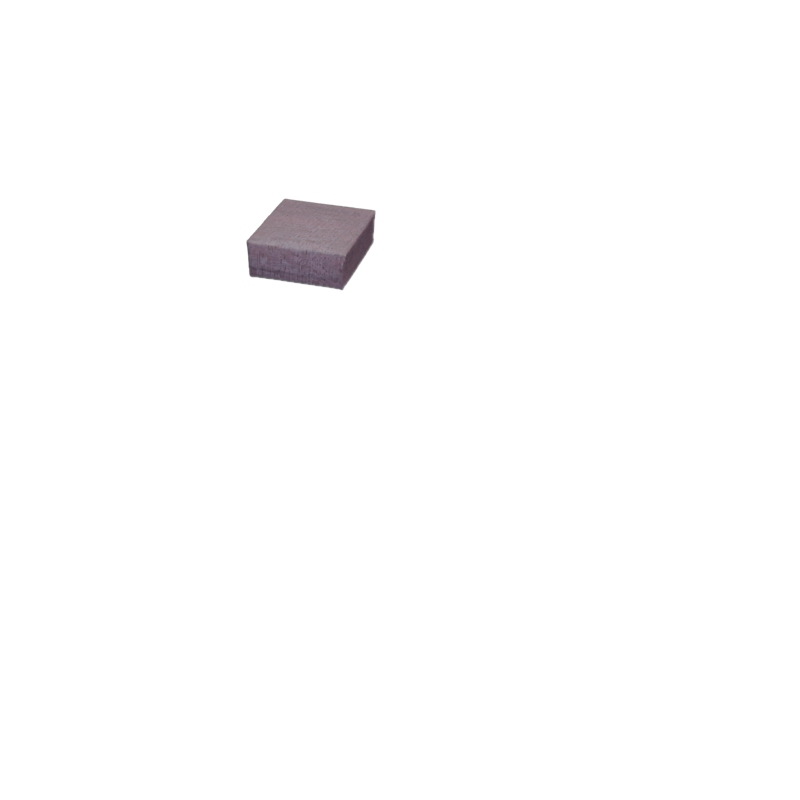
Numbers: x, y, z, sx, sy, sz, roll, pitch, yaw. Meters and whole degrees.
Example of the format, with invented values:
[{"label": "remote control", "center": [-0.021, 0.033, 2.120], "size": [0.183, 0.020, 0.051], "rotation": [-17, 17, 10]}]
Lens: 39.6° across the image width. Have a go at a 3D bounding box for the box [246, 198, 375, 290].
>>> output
[{"label": "box", "center": [-0.078, -0.142, 0.992], "size": [0.092, 0.037, 0.118], "rotation": [7, 31, 11]}]
